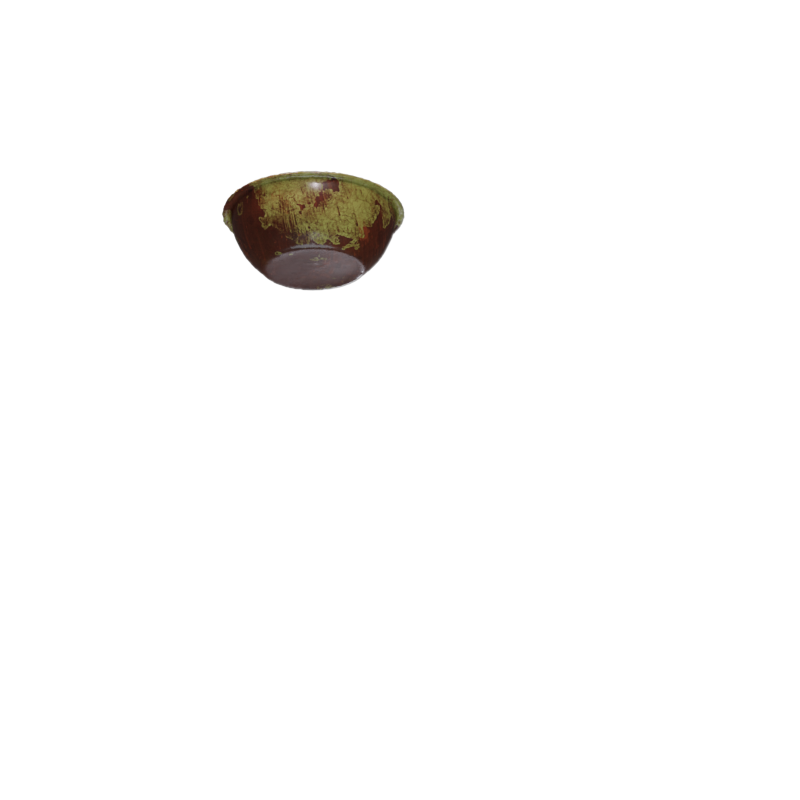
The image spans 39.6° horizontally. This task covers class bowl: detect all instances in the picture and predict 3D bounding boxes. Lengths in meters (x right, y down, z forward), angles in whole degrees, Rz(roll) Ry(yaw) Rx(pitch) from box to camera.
[{"bbox_3d":[-0.076,-0.139,0.974,0.162,0.058,0.154,1,-20,-2],"label":"bowl"}]
